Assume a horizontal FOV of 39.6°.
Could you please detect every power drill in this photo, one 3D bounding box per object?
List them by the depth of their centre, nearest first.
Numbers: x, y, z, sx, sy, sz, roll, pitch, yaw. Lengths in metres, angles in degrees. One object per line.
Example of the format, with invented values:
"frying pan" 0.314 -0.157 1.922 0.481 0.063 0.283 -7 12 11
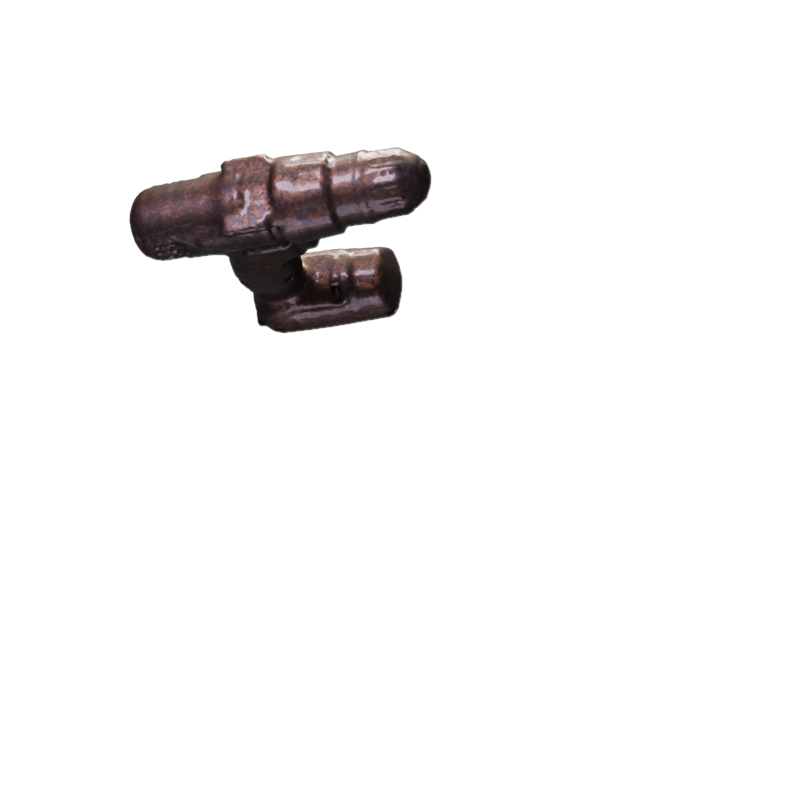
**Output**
"power drill" -0.056 -0.102 0.716 0.187 0.060 0.176 -5 -18 15
